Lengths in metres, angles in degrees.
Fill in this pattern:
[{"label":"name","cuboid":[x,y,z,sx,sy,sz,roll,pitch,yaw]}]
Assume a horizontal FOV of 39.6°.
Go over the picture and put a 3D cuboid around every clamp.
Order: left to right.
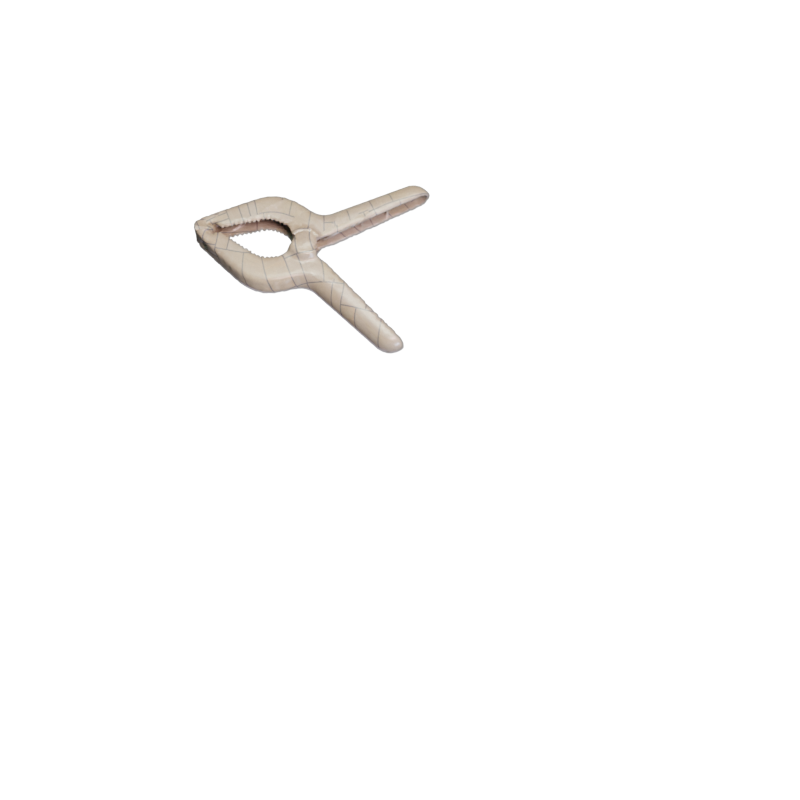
[{"label":"clamp","cuboid":[-0.078,-0.142,0.996,0.213,0.172,0.034,15,-27,8]}]
